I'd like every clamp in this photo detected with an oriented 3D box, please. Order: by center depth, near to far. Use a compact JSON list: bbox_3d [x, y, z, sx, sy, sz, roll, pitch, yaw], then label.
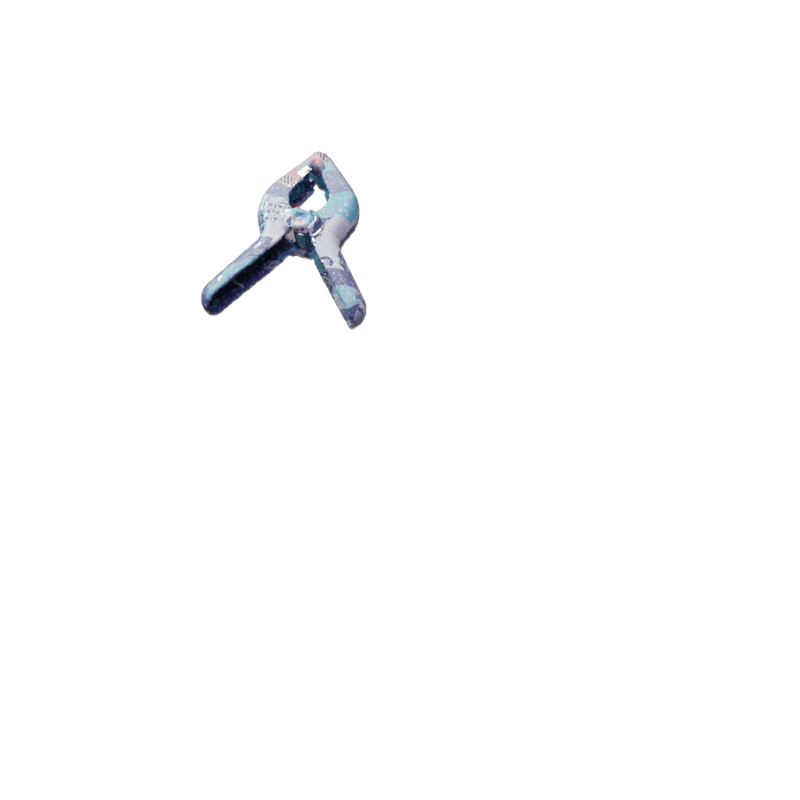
[{"bbox_3d":[-0.066,-0.120,0.839,0.123,0.180,0.037,15,-35,10],"label":"clamp"}]
